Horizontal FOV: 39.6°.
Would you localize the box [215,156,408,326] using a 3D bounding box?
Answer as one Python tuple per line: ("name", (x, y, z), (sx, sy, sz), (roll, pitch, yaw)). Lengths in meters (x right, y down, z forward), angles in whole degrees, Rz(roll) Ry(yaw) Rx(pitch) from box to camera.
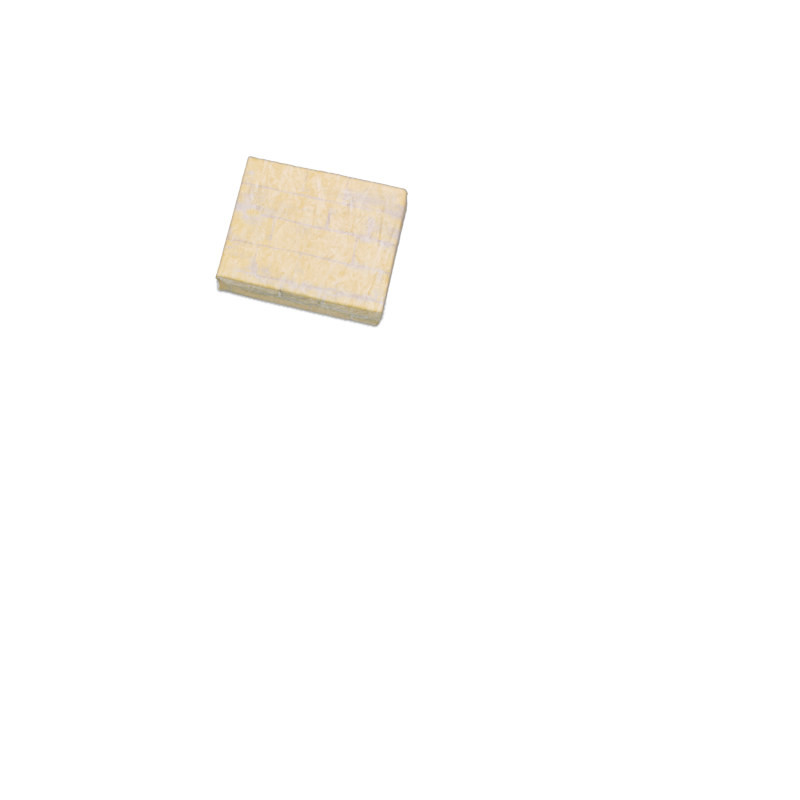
("box", (-0.058, -0.106, 0.741), (0.114, 0.094, 0.037), (11, -21, 4))
